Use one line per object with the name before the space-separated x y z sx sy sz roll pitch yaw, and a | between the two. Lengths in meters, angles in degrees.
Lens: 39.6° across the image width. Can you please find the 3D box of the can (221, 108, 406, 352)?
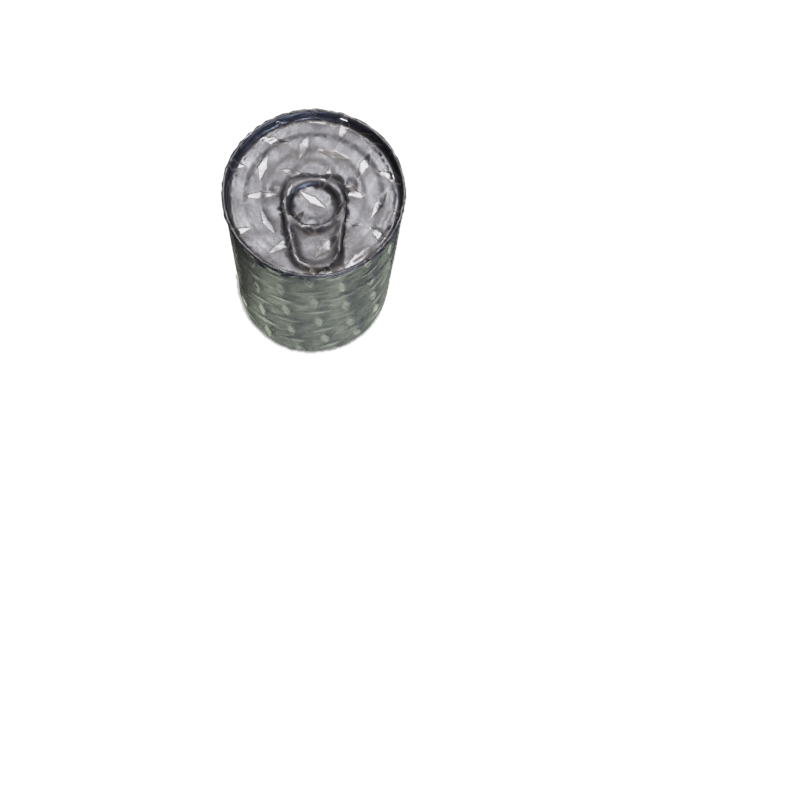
can | -0.035 -0.065 0.452 0.068 0.072 0.098 0 -17 -3
